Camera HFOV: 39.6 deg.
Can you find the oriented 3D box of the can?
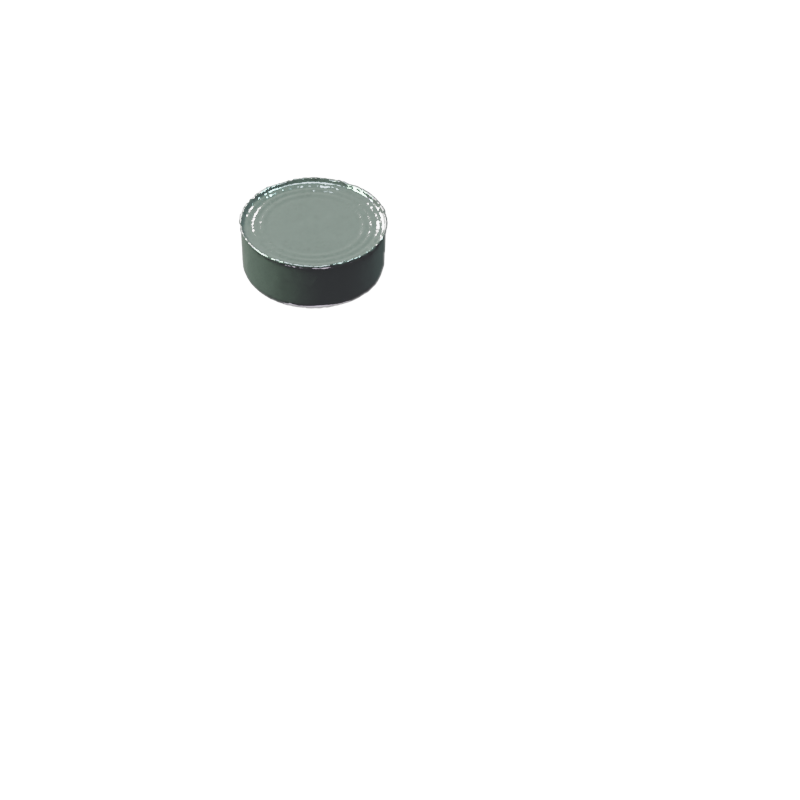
[{"bbox_3d":[-0.051,-0.093,0.651,0.086,0.031,0.092,-1,43,-2],"label":"can"}]
